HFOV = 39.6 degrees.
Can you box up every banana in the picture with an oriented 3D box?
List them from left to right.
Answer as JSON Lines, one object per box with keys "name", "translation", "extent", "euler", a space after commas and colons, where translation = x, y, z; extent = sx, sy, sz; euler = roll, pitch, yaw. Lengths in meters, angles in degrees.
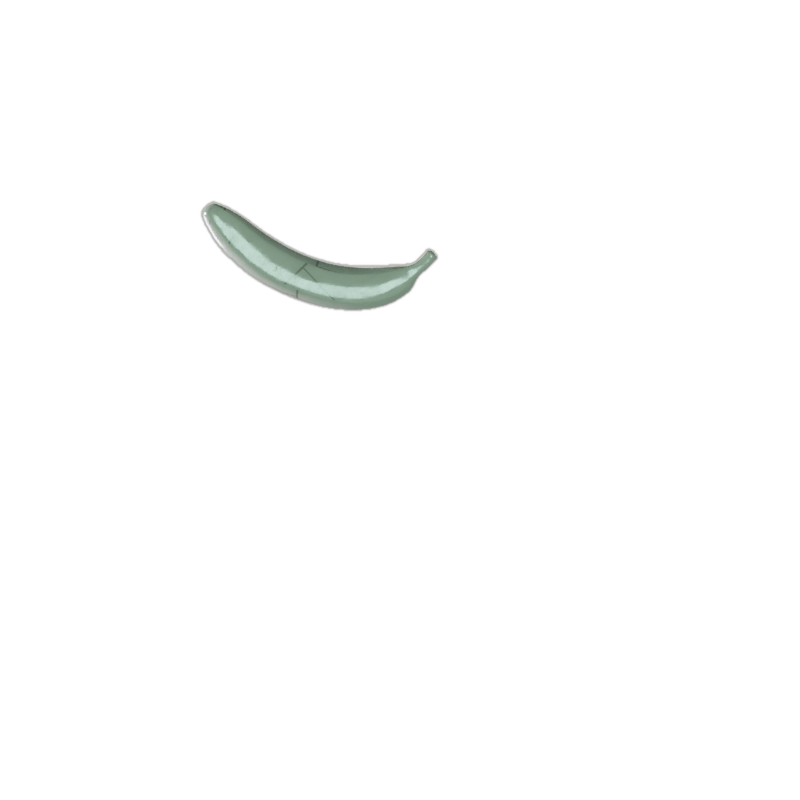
{"name": "banana", "translation": [-0.073, -0.114, 0.931], "extent": [0.197, 0.068, 0.038], "euler": [11, 13, -3]}
